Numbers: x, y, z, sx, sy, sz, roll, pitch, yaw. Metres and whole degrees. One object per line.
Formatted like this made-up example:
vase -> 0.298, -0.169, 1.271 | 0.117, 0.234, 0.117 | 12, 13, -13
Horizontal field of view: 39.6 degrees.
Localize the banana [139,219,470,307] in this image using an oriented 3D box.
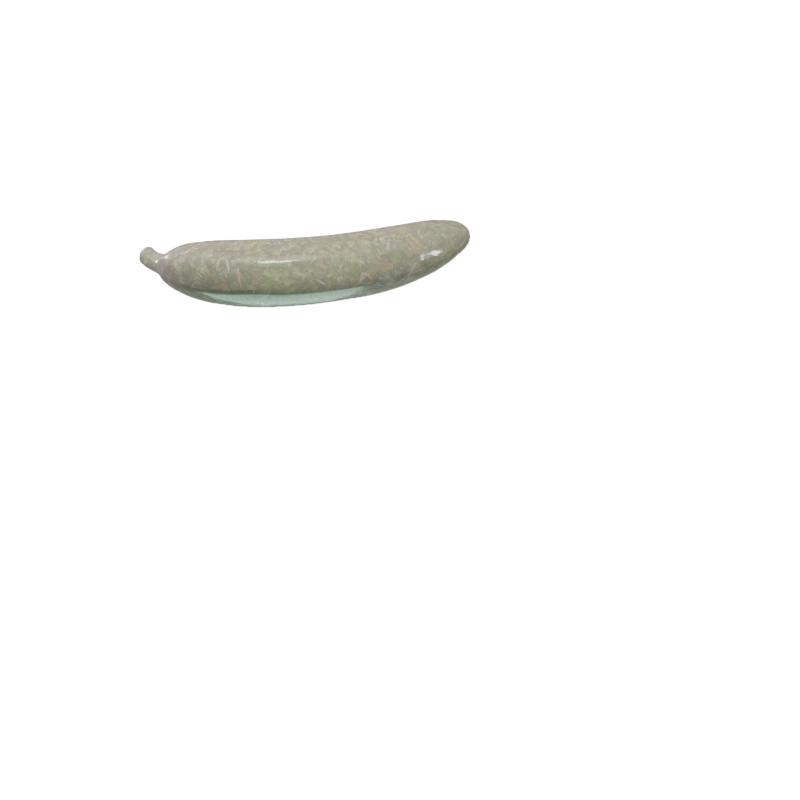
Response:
banana -> -0.052, -0.081, 0.636 | 0.196, 0.034, 0.075 | -3, 35, -5
